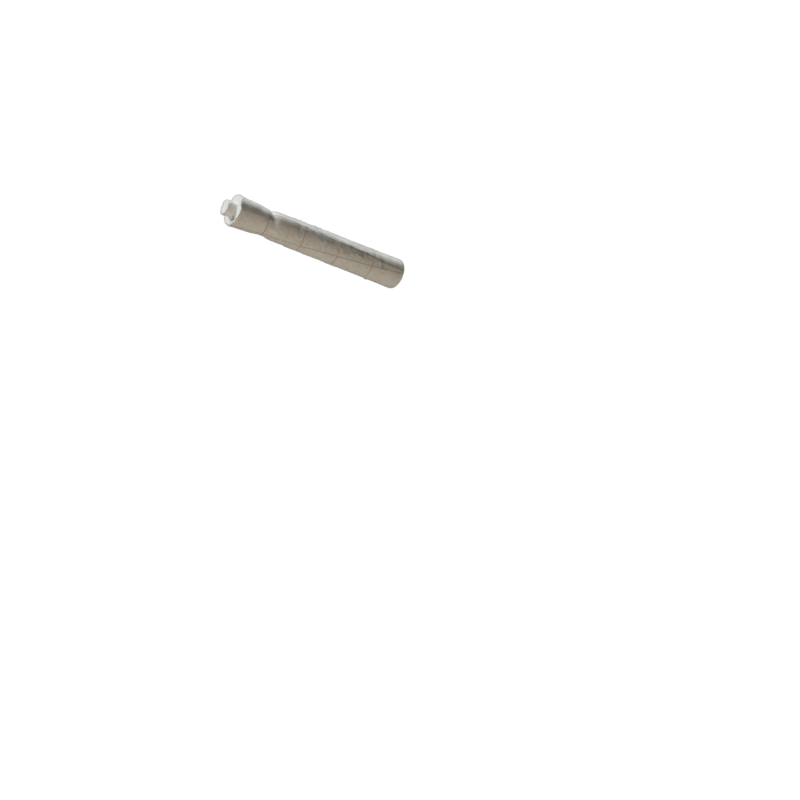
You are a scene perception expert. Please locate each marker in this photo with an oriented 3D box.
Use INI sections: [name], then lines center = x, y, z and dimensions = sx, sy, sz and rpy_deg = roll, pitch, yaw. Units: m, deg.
[marker]
center = -0.050, -0.092, 0.645
dimensions = 0.115, 0.020, 0.020
rpy_deg = 18, -6, -29
